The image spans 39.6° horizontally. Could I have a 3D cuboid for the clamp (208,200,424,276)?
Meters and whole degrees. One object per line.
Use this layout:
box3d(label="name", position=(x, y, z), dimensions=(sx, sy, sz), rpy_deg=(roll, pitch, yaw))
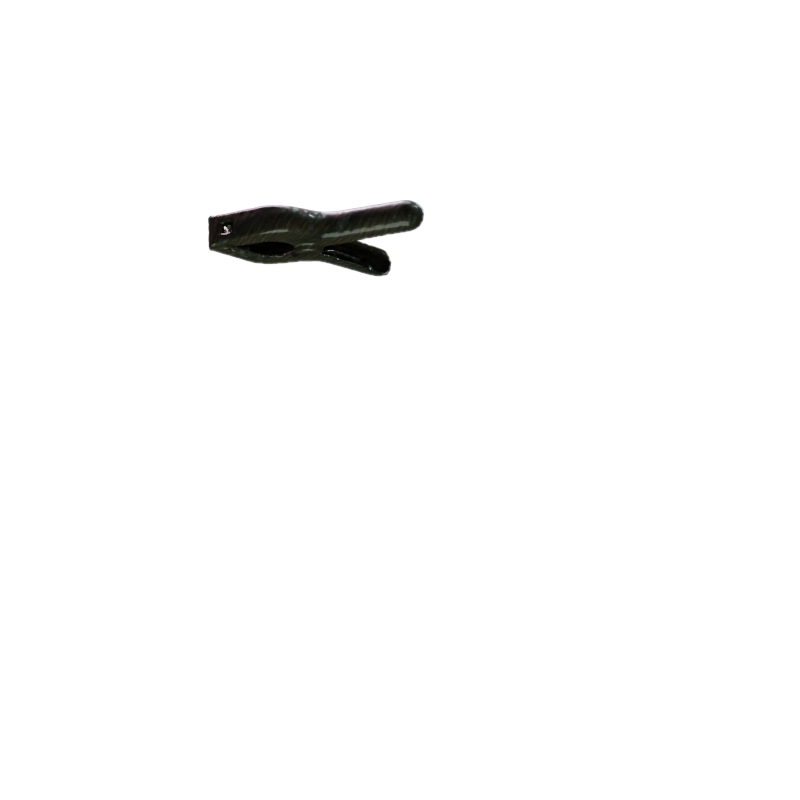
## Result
box3d(label="clamp", position=(-0.072, -0.131, 0.917), dimensions=(0.171, 0.041, 0.114), rpy_deg=(1, -23, -3))
